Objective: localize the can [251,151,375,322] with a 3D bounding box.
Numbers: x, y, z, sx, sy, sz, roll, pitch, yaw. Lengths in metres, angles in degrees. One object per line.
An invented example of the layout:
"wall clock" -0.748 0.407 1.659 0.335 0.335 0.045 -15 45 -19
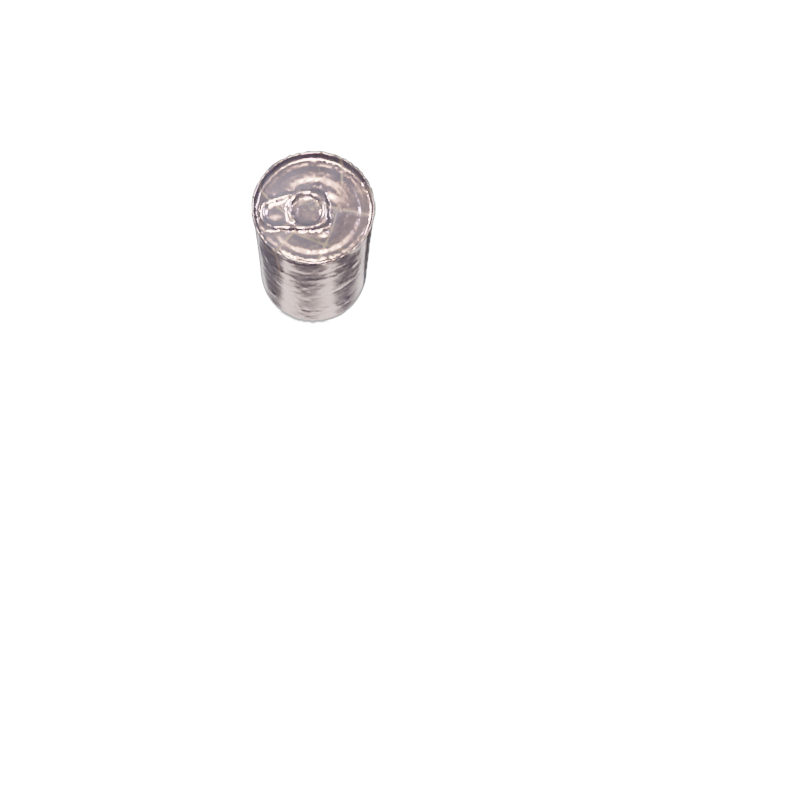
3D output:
"can" -0.051 -0.093 0.651 0.068 0.072 0.098 0 -18 -3
